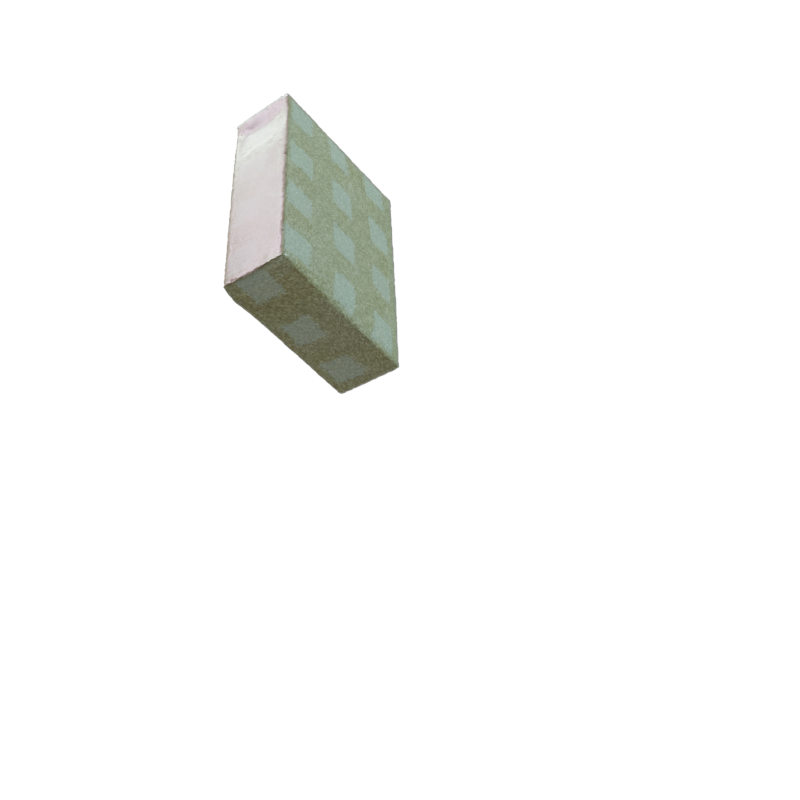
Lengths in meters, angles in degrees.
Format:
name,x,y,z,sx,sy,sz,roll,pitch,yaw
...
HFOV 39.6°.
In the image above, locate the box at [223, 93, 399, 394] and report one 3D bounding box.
name,x,y,z,sx,sy,sz,roll,pitch,yaw
box,-0.076,-0.138,0.970,0.072,0.230,0.153,-28,-49,24
